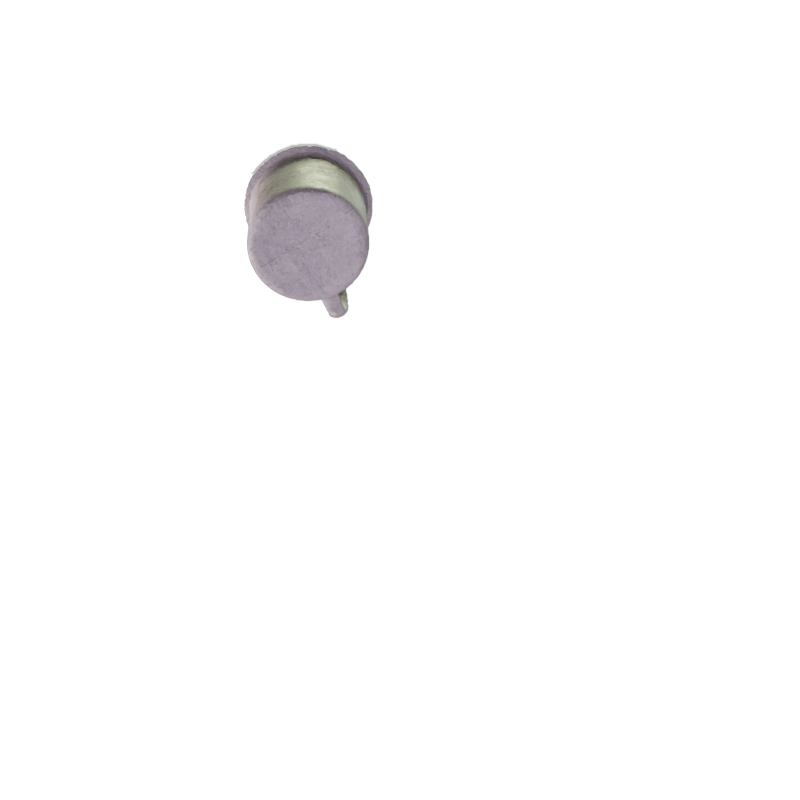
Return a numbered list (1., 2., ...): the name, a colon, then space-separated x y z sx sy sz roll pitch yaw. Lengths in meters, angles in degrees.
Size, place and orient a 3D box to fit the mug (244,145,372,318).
1. mug: -0.060 -0.110 0.770 0.093 0.111 0.086 -15 25 5
